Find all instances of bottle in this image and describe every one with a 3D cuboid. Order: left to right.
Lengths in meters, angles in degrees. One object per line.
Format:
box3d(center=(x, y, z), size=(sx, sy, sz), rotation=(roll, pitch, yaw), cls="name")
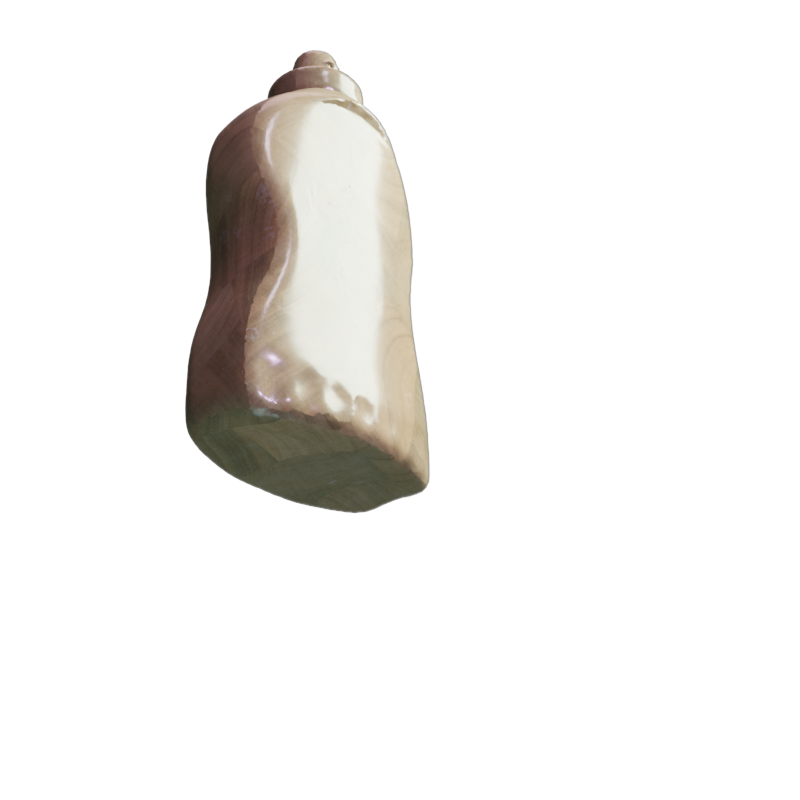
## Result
box3d(center=(-0.033, -0.062, 0.429), size=(0.058, 0.205, 0.090), rotation=(-29, -41, 34), cls="bottle")
